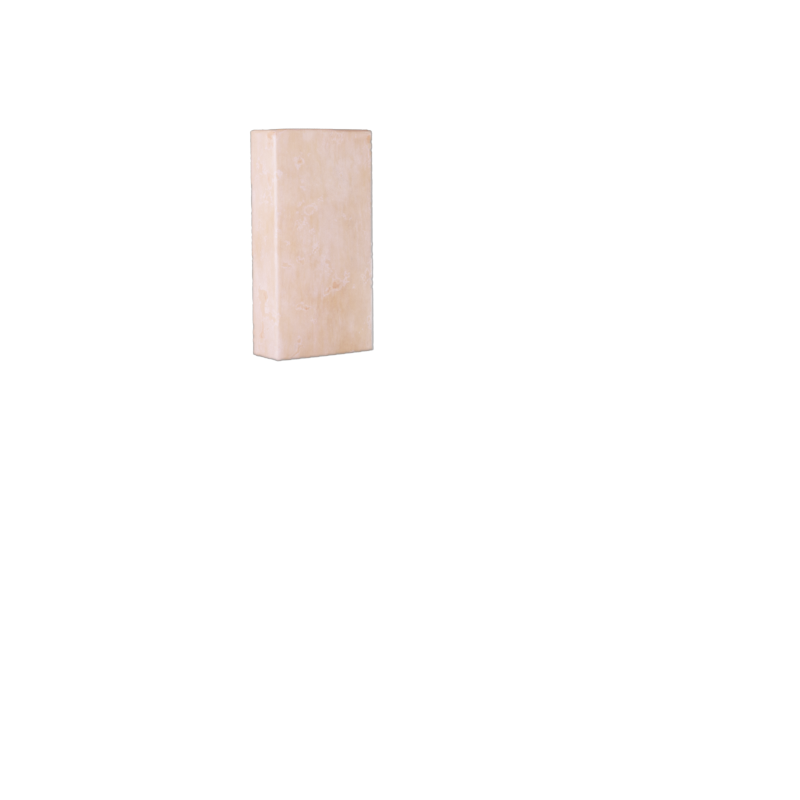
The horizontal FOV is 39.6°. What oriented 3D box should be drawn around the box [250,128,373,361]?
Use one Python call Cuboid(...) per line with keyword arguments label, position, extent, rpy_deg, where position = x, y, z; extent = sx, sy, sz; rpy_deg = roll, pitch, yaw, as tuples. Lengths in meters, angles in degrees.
Cuboid(label="box", position=(-0.068, -0.124, 0.868), extent=(0.090, 0.174, 0.050), rpy_deg=(-5, 8, -34))
